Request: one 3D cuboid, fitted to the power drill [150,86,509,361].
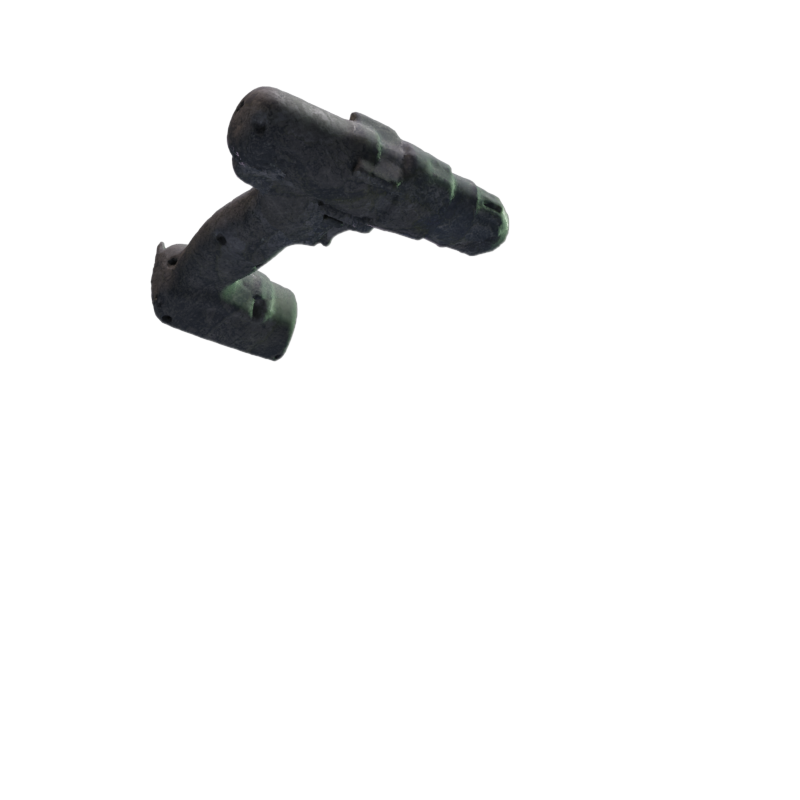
[{"bbox_3d":[-0.053,-0.097,0.676,0.175,0.062,0.184,23,-43,-27],"label":"power drill"}]
